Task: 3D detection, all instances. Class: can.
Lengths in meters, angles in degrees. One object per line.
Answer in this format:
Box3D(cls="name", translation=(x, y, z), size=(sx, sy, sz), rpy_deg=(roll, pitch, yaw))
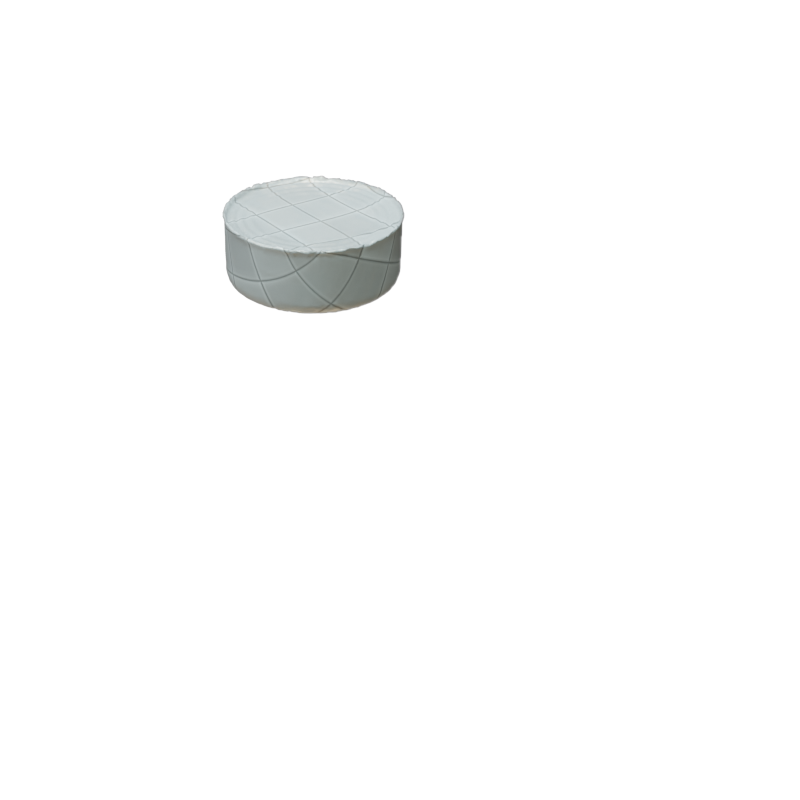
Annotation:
Box3D(cls="can", translation=(-0.042, -0.076, 0.531), size=(0.086, 0.032, 0.091), rpy_deg=(-1, 32, -2))
